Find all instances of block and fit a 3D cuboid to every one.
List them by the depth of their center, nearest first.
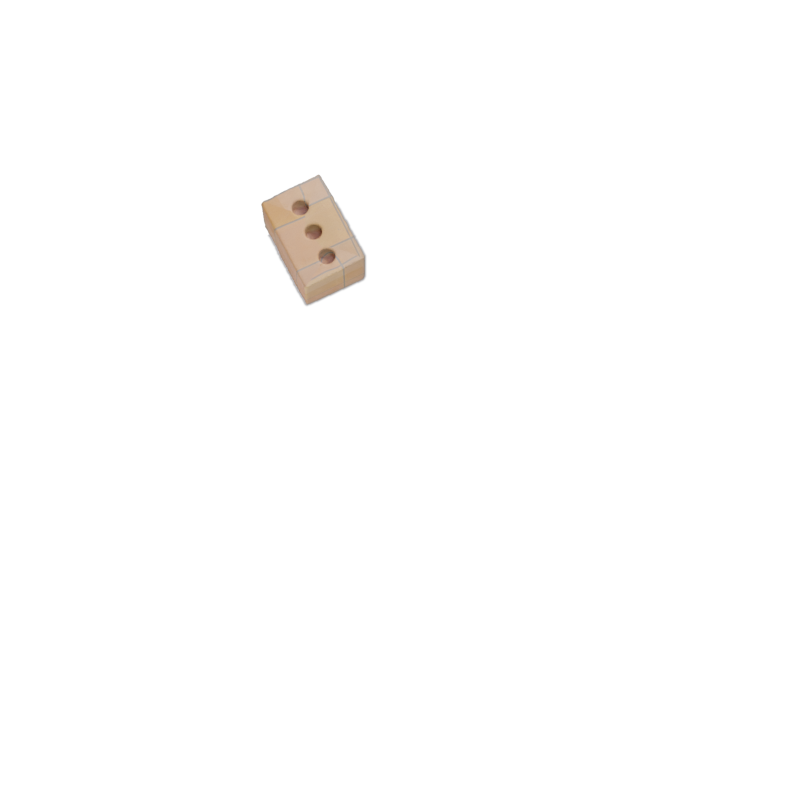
[{"bbox_3d":[-0.067,-0.122,0.857,0.053,0.081,0.049,-27,-14,-9],"label":"block"}]
